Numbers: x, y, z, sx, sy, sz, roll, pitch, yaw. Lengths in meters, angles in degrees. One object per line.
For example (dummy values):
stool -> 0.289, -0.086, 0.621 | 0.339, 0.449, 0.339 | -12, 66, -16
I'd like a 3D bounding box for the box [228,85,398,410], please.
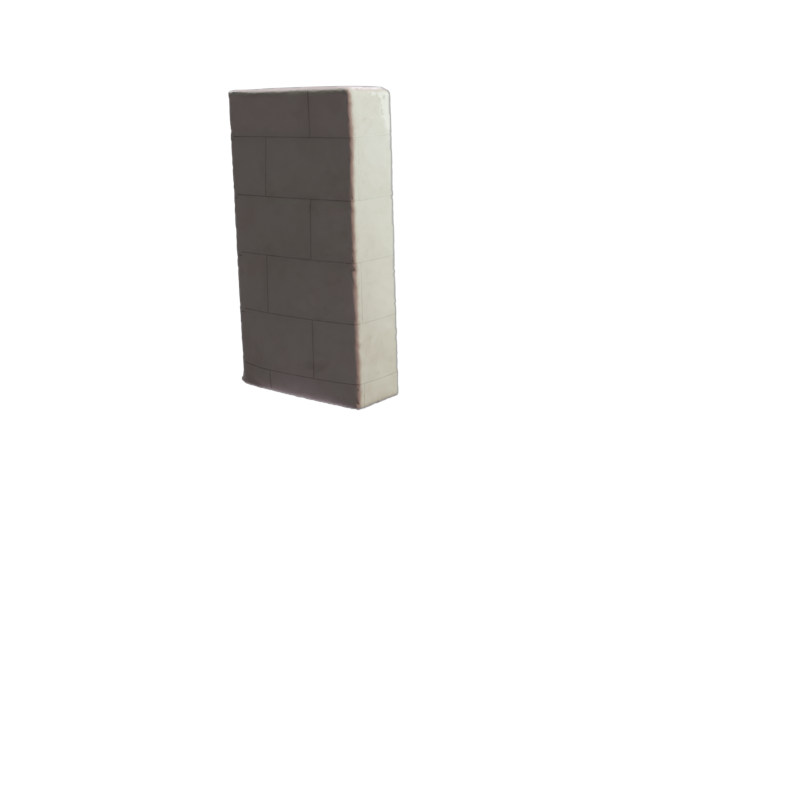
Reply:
box -> -0.049, -0.091, 0.635 | 0.098, 0.173, 0.047 | 8, 10, 38
